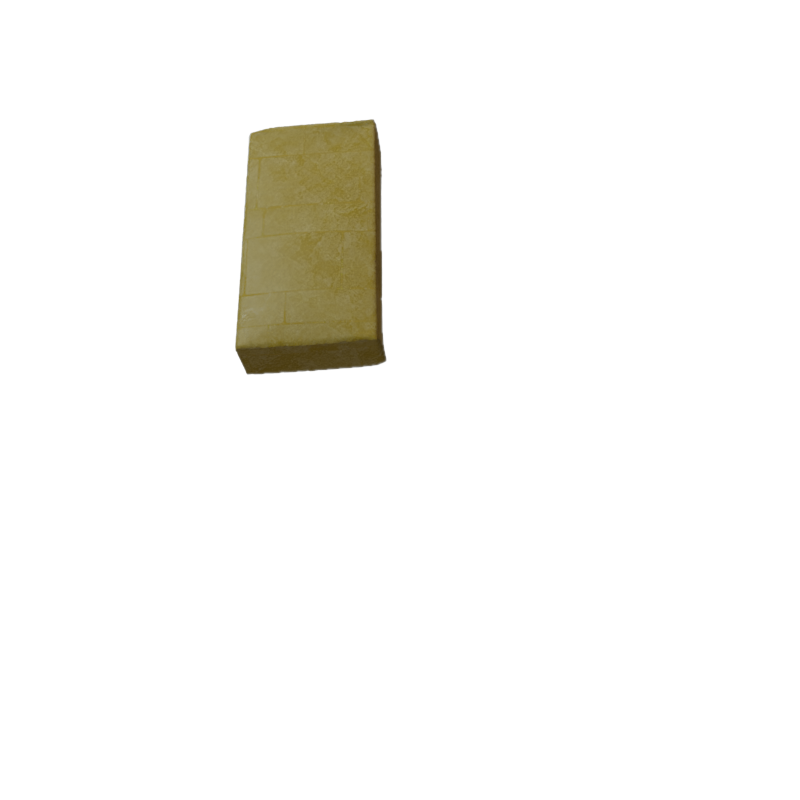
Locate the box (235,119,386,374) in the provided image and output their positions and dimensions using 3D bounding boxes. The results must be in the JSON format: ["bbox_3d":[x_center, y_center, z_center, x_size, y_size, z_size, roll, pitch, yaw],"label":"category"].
[{"bbox_3d":[-0.059,-0.107,0.747,0.094,0.187,0.045,-5,-29,6],"label":"box"}]
